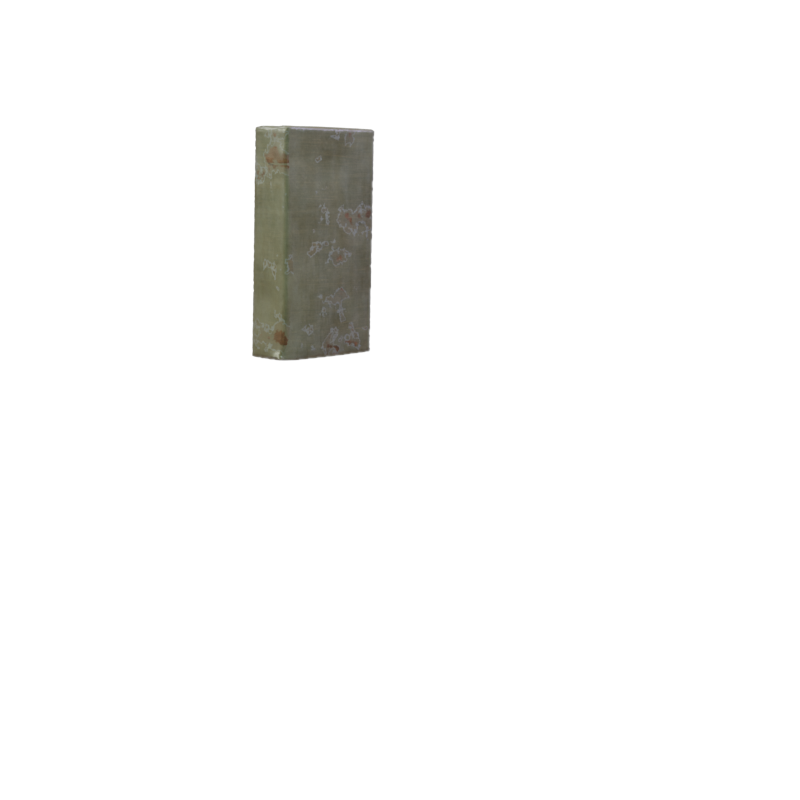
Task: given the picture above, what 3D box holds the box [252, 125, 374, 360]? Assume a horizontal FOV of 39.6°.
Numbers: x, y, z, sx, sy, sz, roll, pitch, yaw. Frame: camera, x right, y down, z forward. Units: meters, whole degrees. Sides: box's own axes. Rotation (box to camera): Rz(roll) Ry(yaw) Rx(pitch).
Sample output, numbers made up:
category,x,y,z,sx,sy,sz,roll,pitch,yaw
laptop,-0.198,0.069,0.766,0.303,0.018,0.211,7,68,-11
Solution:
category,x,y,z,sx,sy,sz,roll,pitch,yaw
box,-0.067,-0.122,0.855,0.090,0.175,0.050,-4,4,-44
